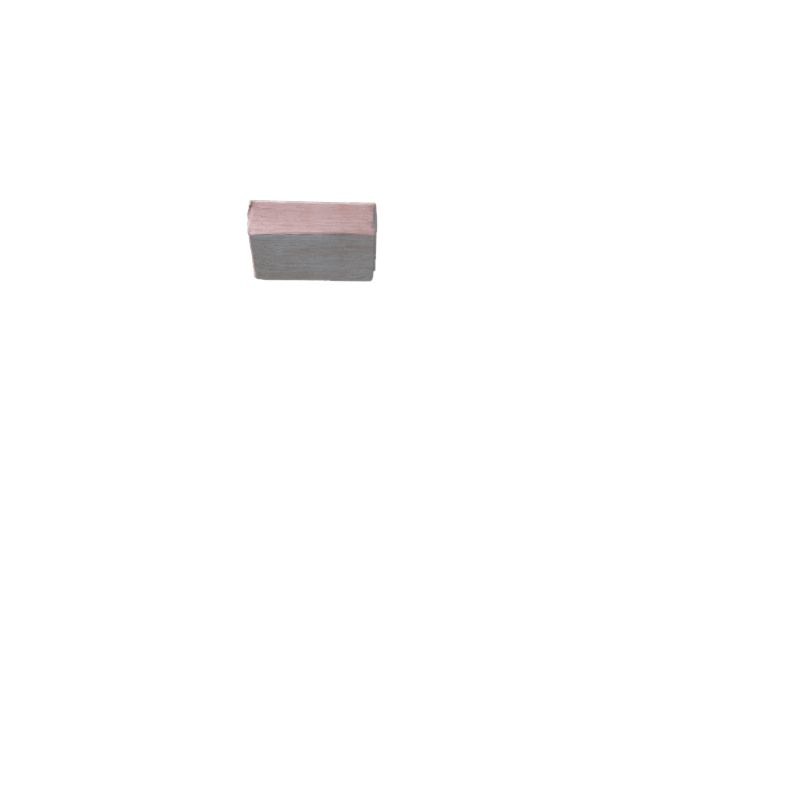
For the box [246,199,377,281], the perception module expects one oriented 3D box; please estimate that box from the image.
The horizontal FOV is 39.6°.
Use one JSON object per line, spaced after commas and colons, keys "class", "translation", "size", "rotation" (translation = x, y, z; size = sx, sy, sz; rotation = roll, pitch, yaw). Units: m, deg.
{"class": "box", "translation": [-0.077, -0.141, 0.988], "size": [0.113, 0.041, 0.085], "rotation": [0, -23, -1]}
